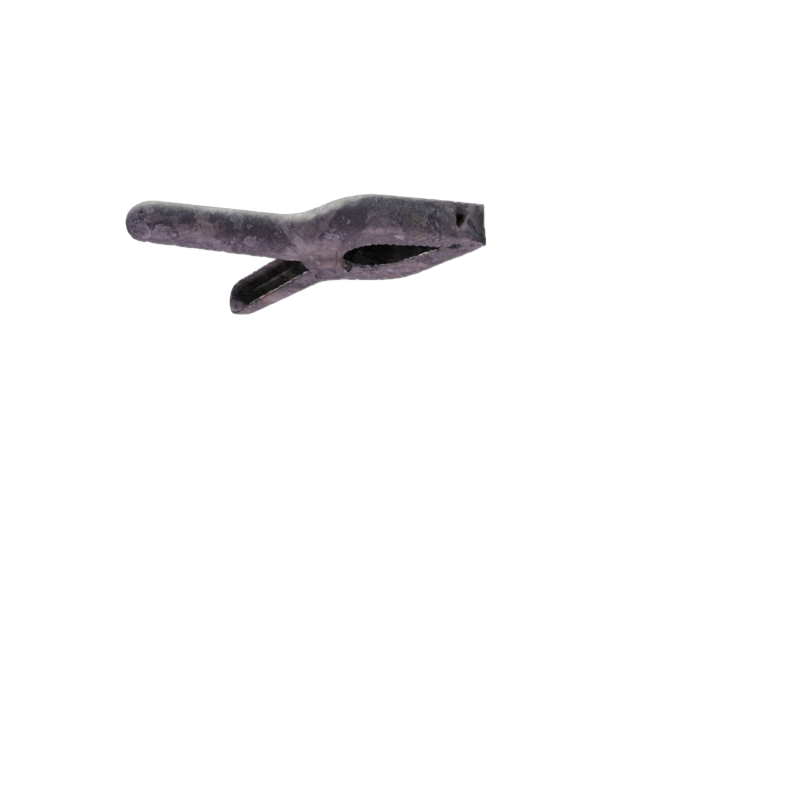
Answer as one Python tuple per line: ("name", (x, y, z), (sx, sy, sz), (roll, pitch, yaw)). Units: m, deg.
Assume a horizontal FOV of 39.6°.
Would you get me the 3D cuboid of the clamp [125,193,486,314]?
("clamp", (-0.054, -0.099, 0.692), (0.214, 0.038, 0.154), (-7, -16, 24))
